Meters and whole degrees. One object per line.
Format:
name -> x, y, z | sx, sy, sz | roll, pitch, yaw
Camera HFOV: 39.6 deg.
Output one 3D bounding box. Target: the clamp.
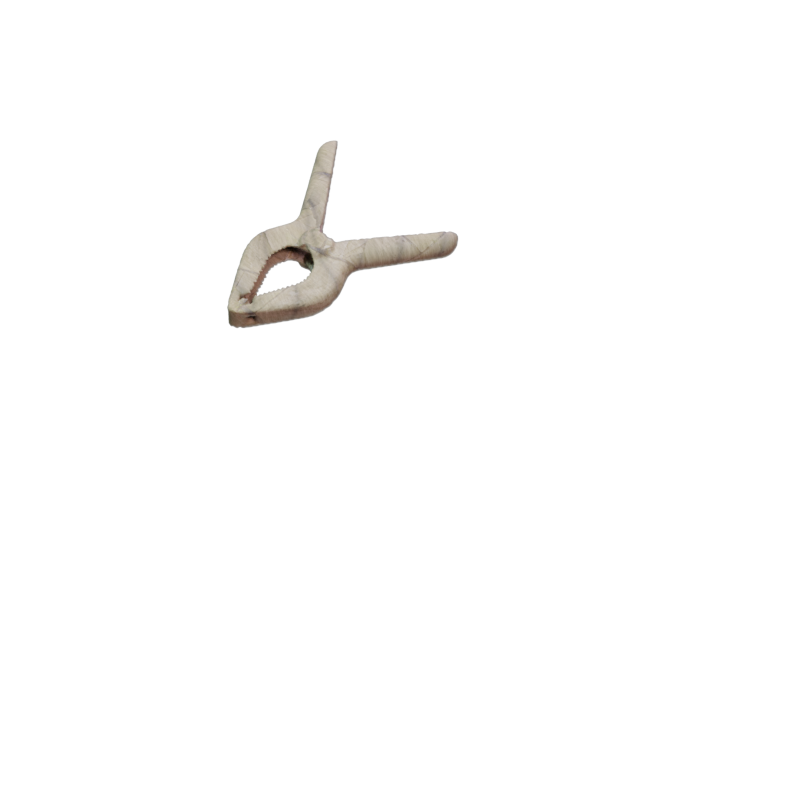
clamp -> -0.077, -0.141, 0.985 | 0.211, 0.175, 0.034 | -34, -28, -21
